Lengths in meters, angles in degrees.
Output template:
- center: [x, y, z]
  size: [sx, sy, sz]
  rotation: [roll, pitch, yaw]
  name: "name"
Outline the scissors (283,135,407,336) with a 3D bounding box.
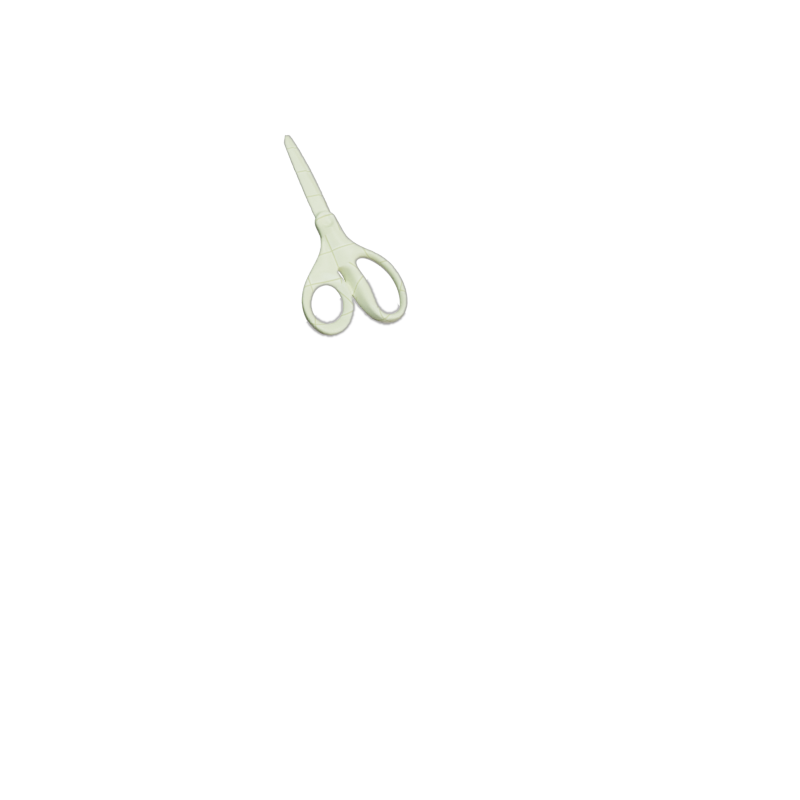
- center: [-0.075, -0.136, 0.956]
  size: [0.096, 0.212, 0.015]
  rotation: [-34, -21, -15]
  name: "scissors"
